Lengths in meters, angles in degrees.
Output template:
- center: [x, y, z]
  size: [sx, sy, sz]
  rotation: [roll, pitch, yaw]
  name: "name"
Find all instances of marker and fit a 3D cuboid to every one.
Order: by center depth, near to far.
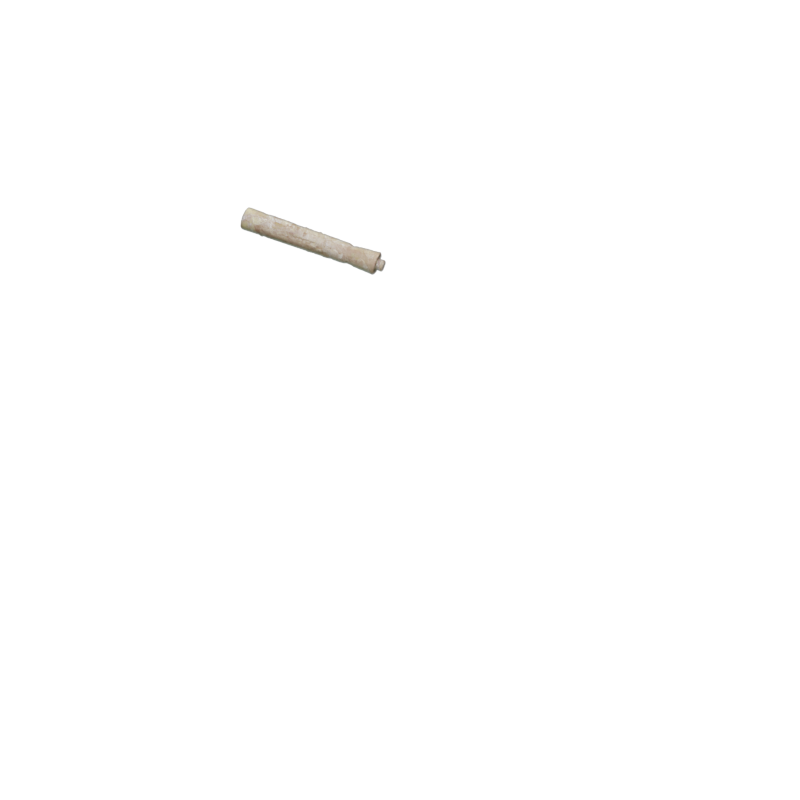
- center: [-0.070, -0.127, 0.888]
  size: [0.124, 0.019, 0.019]
  rotation: [21, 8, 12]
  name: "marker"
